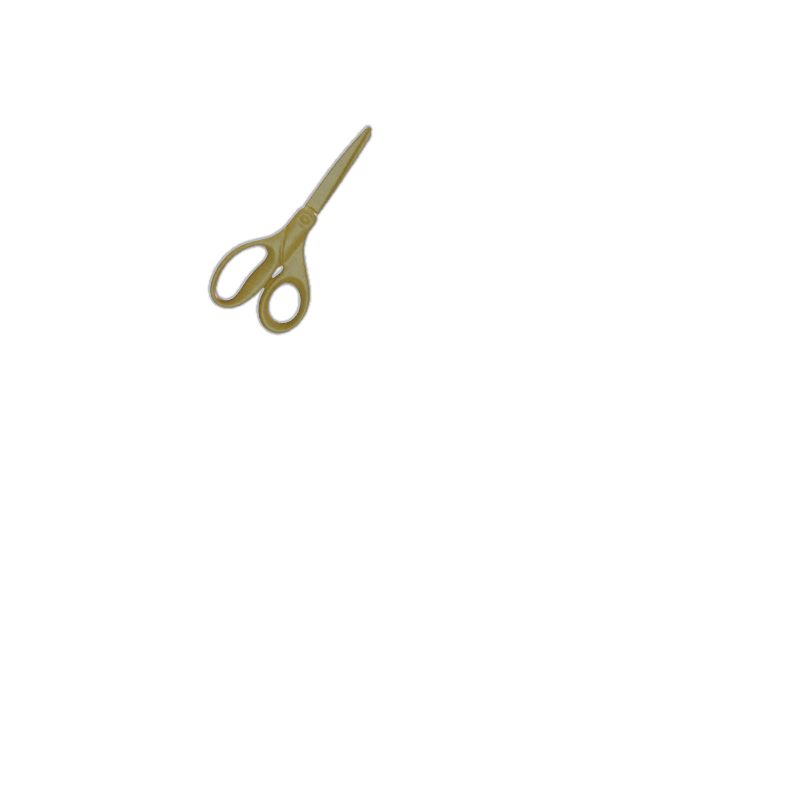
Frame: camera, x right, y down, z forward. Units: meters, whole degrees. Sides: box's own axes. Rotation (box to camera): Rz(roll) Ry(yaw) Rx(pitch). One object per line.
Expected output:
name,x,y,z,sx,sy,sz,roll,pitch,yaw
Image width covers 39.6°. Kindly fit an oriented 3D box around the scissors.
scissors,-0.075,-0.138,0.964,0.201,0.095,0.016,-39,5,4
